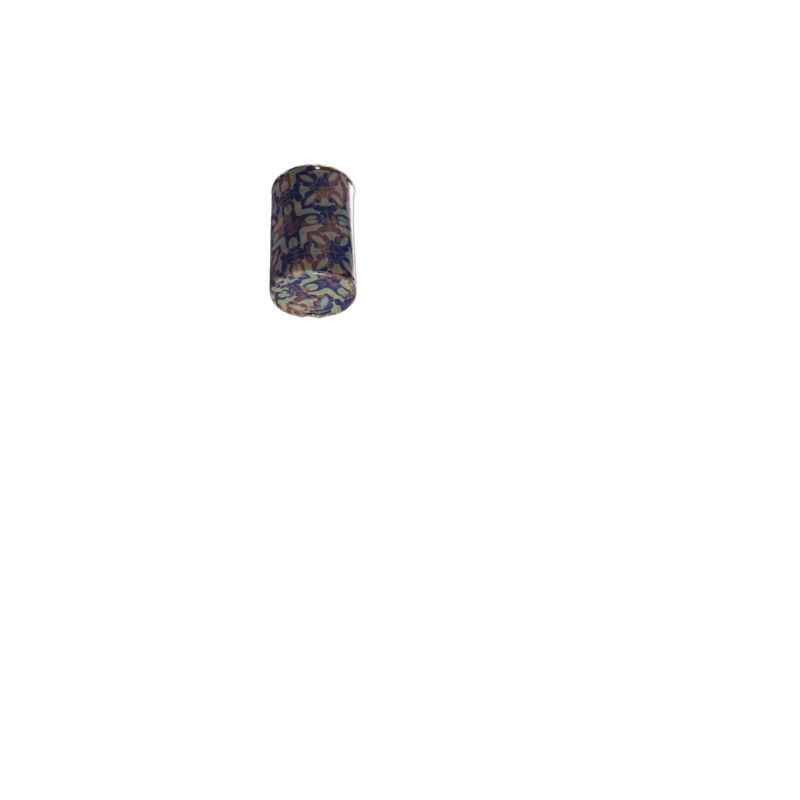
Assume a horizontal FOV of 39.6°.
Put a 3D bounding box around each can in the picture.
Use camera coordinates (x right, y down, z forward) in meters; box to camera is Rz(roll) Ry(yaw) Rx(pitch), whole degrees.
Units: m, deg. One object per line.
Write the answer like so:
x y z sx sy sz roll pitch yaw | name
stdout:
-0.068 -0.123 0.864 0.068 0.109 0.064 -1 -33 -2 | can
